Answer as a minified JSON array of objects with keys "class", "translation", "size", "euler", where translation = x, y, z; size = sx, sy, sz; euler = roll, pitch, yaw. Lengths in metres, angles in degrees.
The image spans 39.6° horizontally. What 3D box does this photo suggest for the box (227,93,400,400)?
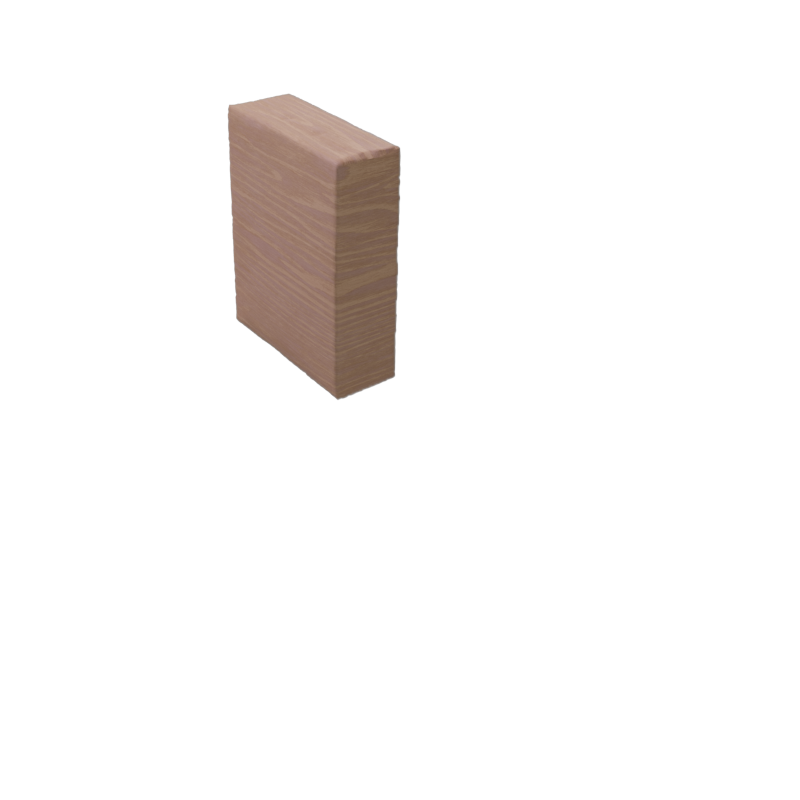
[{"class":"box","translation":[-0.074,-0.134,0.941],"size":[0.071,0.202,0.176],"euler":[-18,35,-32]}]
